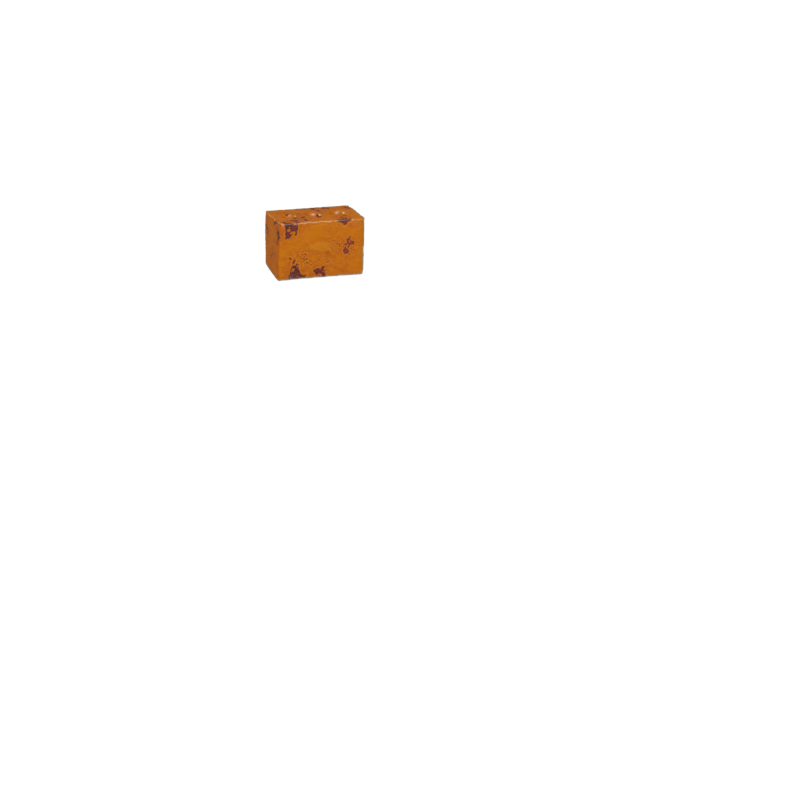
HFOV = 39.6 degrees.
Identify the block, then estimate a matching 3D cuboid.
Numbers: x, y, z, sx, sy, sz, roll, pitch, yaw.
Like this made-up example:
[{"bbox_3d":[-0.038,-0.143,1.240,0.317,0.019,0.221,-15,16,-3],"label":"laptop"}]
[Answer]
[{"bbox_3d":[-0.076,-0.138,0.968,0.077,0.049,0.056,-6,21,-17],"label":"block"}]
